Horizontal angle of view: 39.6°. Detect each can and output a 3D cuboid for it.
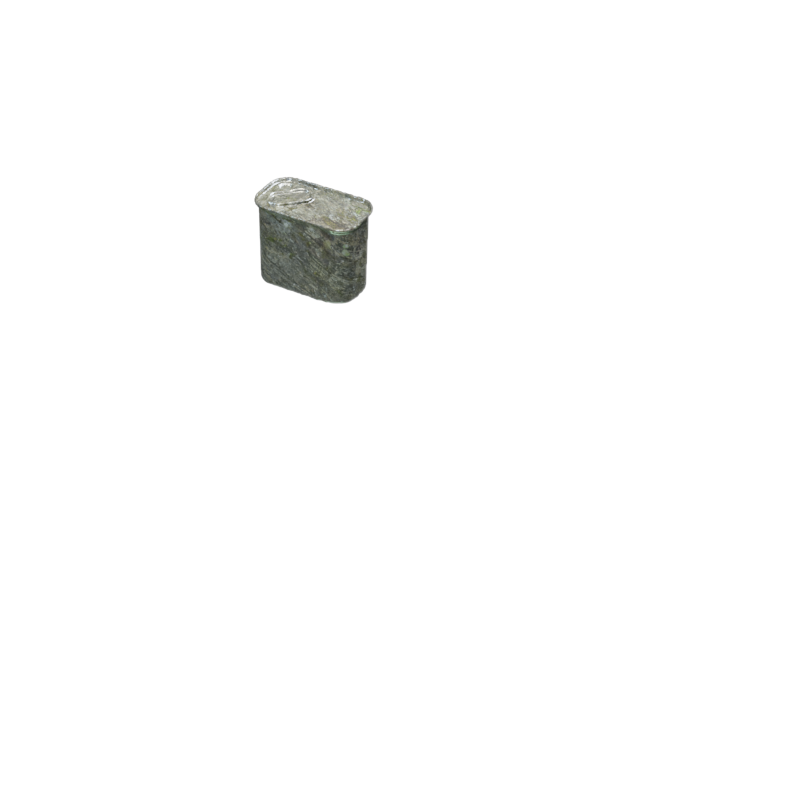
[{"bbox_3d":[-0.077,-0.140,0.983,0.106,0.078,0.059,20,42,22],"label":"can"}]
